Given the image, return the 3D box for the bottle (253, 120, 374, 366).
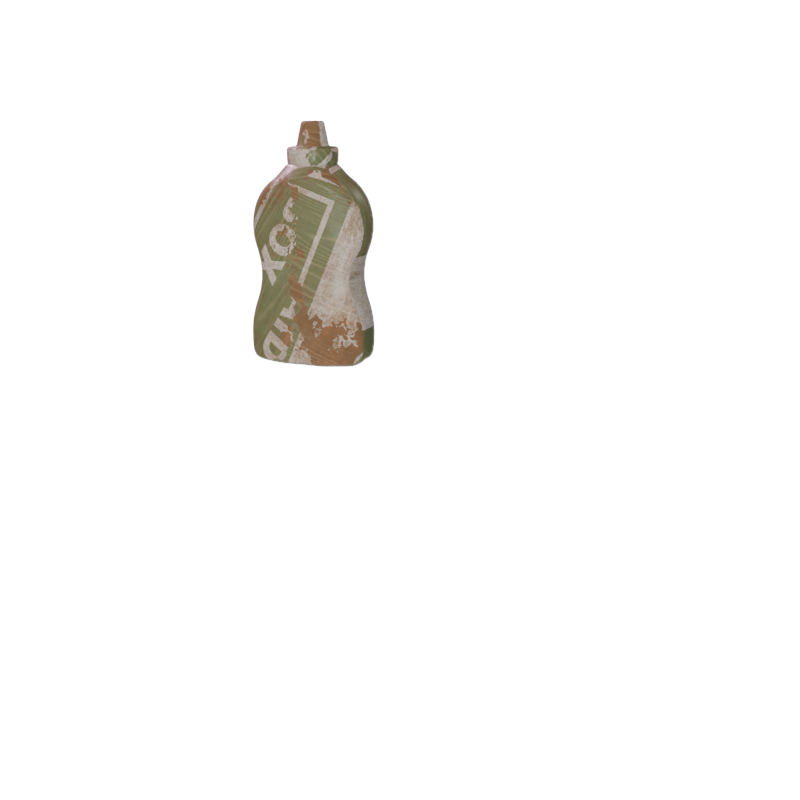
[{"bbox_3d":[-0.069,-0.126,0.885,0.099,0.188,0.058,4,9,21],"label":"bottle"}]
